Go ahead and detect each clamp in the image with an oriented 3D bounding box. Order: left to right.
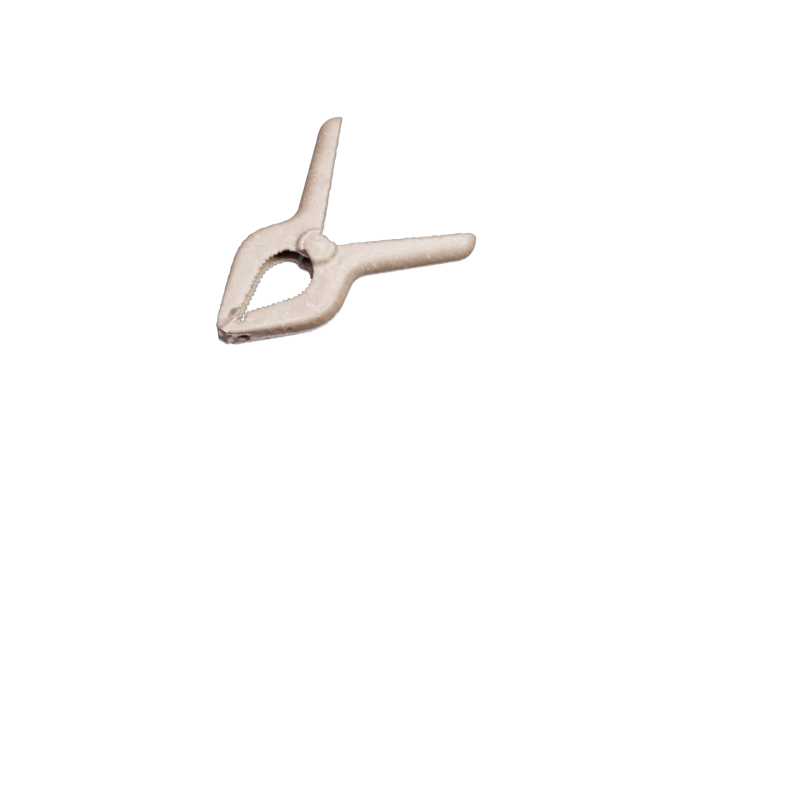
[{"bbox_3d":[-0.069,-0.125,0.877,0.211,0.173,0.034,-35,-21,-16],"label":"clamp"}]
